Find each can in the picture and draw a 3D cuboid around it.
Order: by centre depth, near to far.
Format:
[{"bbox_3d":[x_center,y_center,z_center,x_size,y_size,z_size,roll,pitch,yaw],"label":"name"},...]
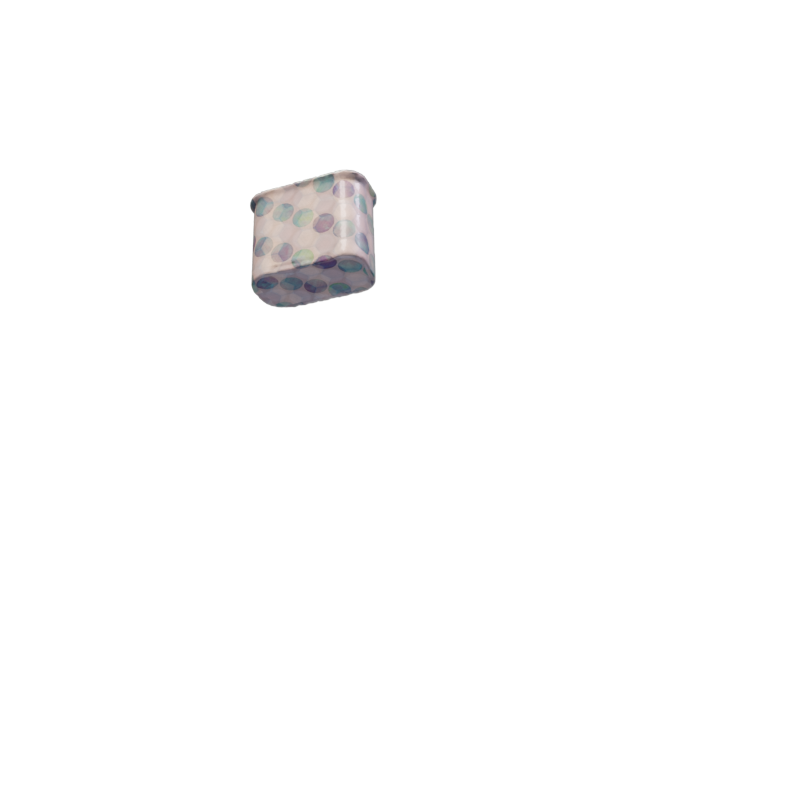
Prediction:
[{"bbox_3d":[-0.070,-0.127,0.887,0.103,0.089,0.053,-12,-34,17],"label":"can"}]
